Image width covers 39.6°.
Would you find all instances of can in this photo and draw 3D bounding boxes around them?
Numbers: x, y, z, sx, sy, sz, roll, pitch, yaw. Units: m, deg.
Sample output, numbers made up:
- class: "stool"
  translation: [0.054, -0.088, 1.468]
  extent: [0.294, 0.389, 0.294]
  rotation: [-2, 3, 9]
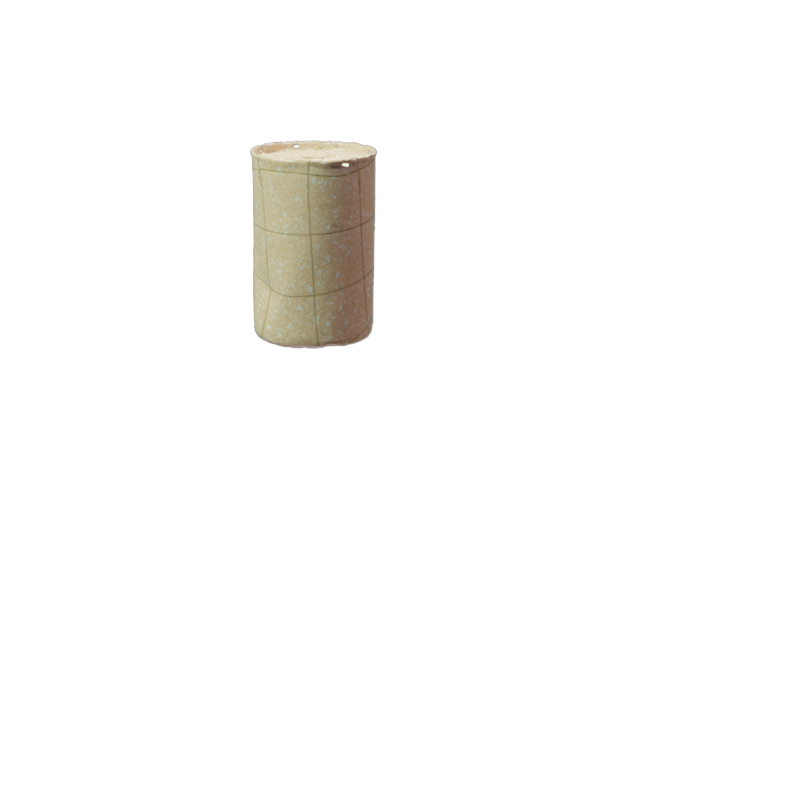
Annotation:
- class: "can"
  translation: [-0.047, -0.086, 0.604]
  extent: [0.068, 0.099, 0.071]
  rotation: [0, 16, -2]
